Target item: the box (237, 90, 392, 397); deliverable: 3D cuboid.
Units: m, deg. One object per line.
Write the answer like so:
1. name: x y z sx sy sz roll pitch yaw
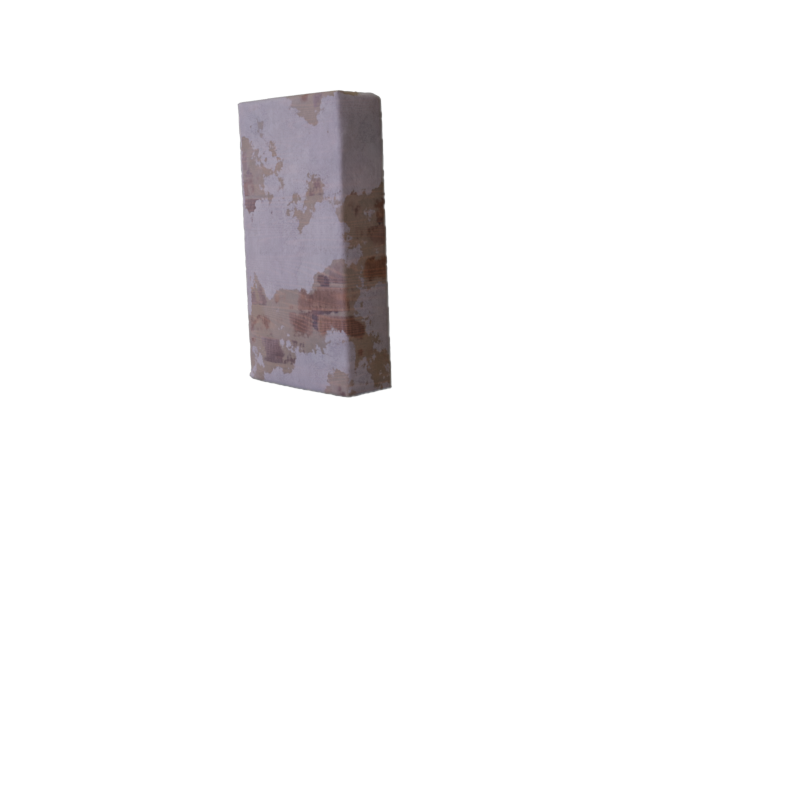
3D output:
1. box: -0.052 -0.096 0.674 0.046 0.175 0.097 -2 5 -44
